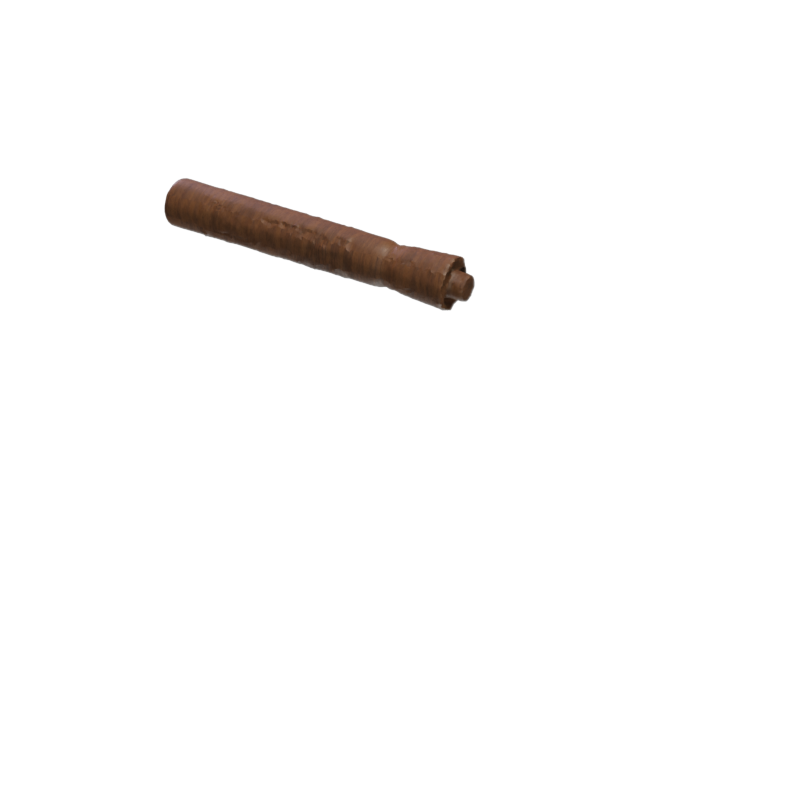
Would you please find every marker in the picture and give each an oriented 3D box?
[{"bbox_3d":[-0.030,-0.056,0.390,0.127,0.019,0.019,20,13,27],"label":"marker"}]
